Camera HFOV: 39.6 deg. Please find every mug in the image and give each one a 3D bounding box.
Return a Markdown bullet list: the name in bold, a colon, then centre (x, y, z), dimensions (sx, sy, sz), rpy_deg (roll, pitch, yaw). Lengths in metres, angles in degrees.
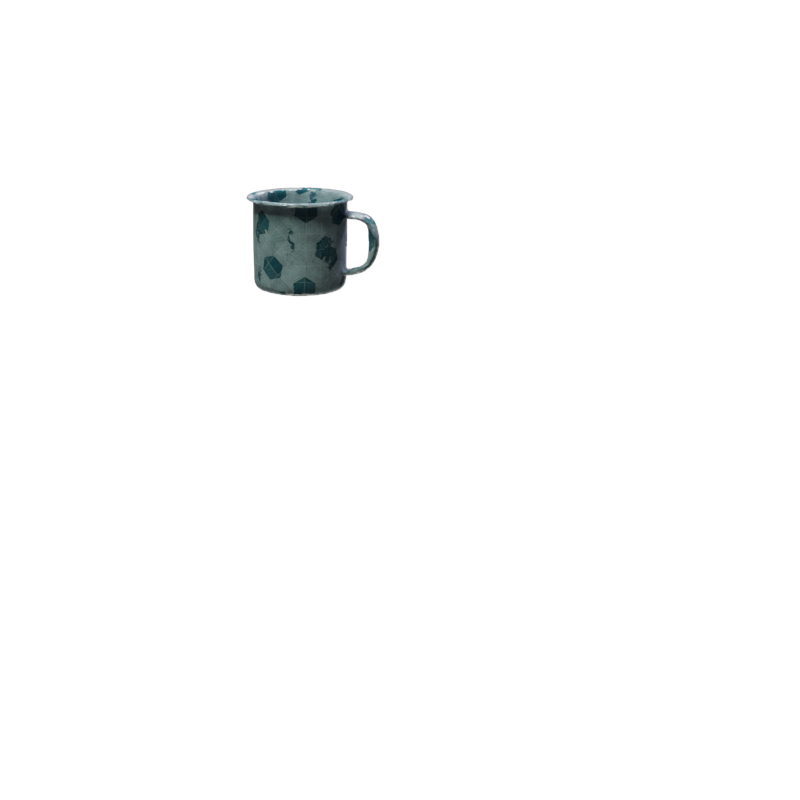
- **mug**: centre (-0.076, -0.138, 0.967), dimensions (0.119, 0.079, 0.095), rpy_deg (4, 16, 11)
